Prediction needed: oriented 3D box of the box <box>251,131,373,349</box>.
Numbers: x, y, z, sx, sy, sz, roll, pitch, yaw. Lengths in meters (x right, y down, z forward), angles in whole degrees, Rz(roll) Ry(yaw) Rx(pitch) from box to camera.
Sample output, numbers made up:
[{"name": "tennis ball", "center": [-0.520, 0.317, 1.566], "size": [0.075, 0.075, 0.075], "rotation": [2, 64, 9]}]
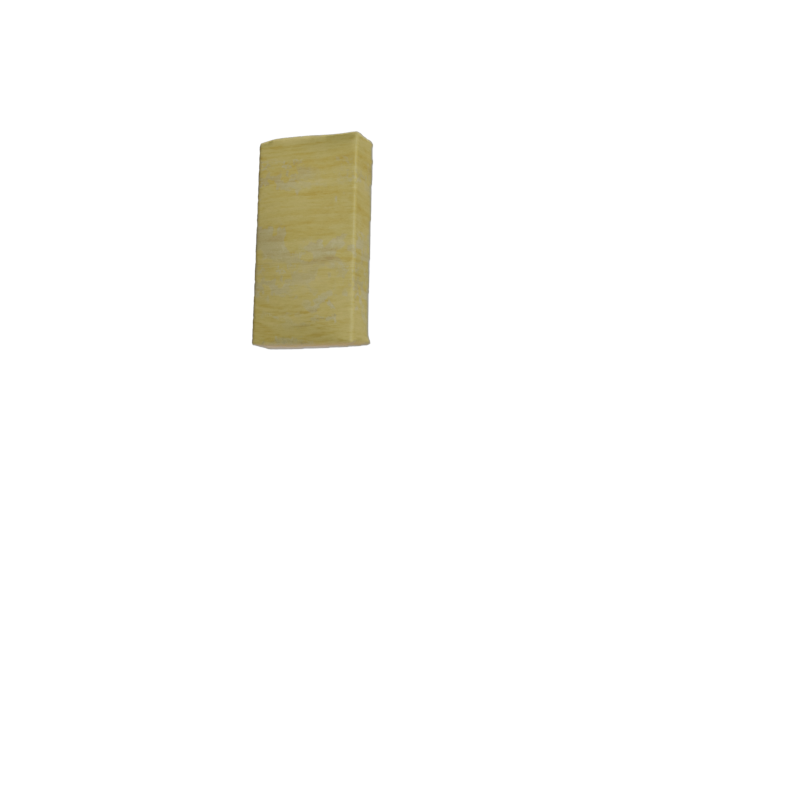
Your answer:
[{"name": "box", "center": [-0.073, -0.132, 0.926], "size": [0.096, 0.180, 0.046], "rotation": [-4, -9, 22]}]
